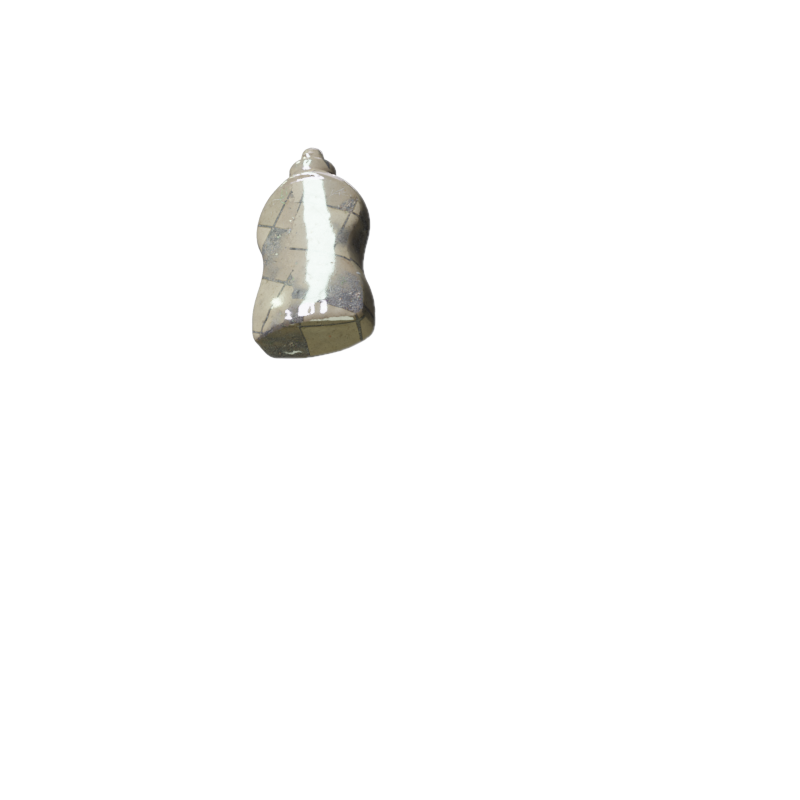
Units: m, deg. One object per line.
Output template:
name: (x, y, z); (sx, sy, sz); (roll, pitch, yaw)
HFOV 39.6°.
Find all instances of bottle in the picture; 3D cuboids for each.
bottle: (-0.072, -0.132, 0.920); (0.097, 0.205, 0.054); (-15, -36, 18)
